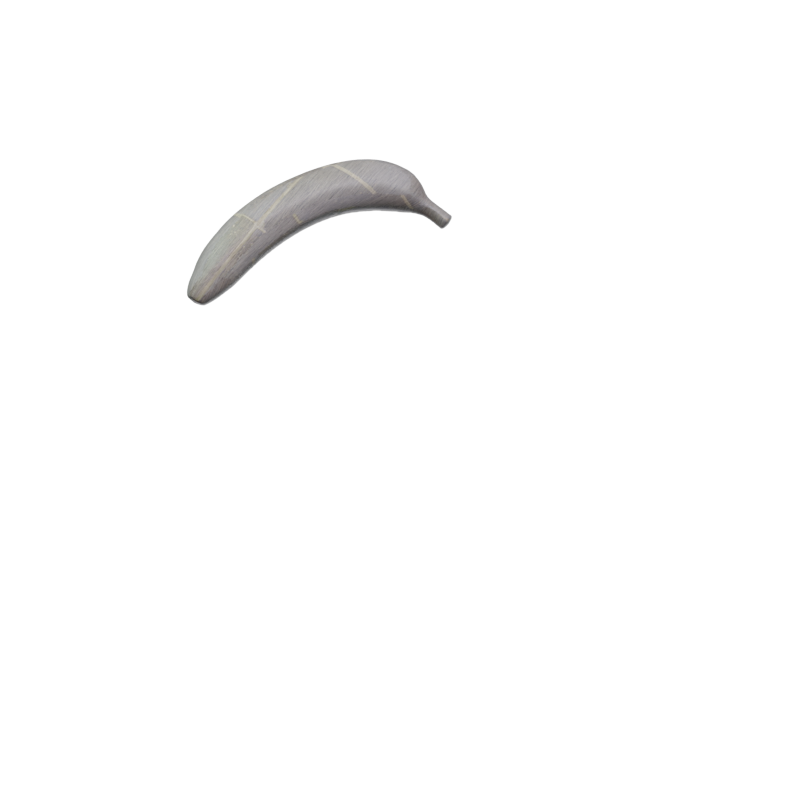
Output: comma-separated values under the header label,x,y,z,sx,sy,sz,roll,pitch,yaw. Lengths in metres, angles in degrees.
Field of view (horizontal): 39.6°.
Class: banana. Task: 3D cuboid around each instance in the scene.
label,x,y,z,sx,sy,sz,roll,pitch,yaw
banana,-0.064,-0.129,0.787,0.197,0.074,0.035,-20,-24,-10
